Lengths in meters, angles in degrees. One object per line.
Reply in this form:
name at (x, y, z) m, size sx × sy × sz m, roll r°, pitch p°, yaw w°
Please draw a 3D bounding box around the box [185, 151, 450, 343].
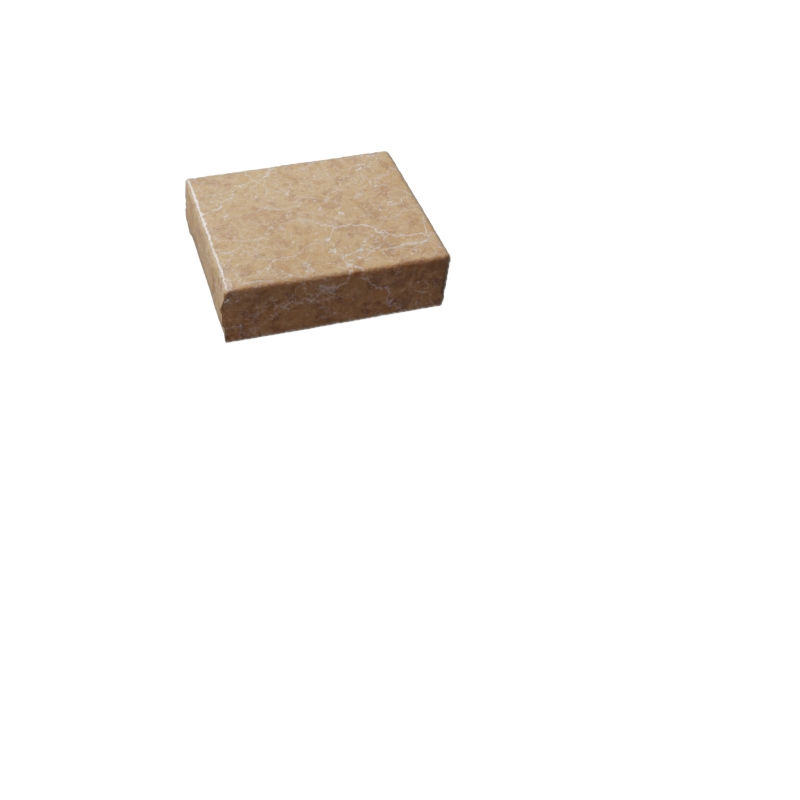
box at (-0.043, -0.079, 0.552) m, size 0.112 × 0.036 × 0.097 m, roll -13°, pitch 45°, yaw -13°
